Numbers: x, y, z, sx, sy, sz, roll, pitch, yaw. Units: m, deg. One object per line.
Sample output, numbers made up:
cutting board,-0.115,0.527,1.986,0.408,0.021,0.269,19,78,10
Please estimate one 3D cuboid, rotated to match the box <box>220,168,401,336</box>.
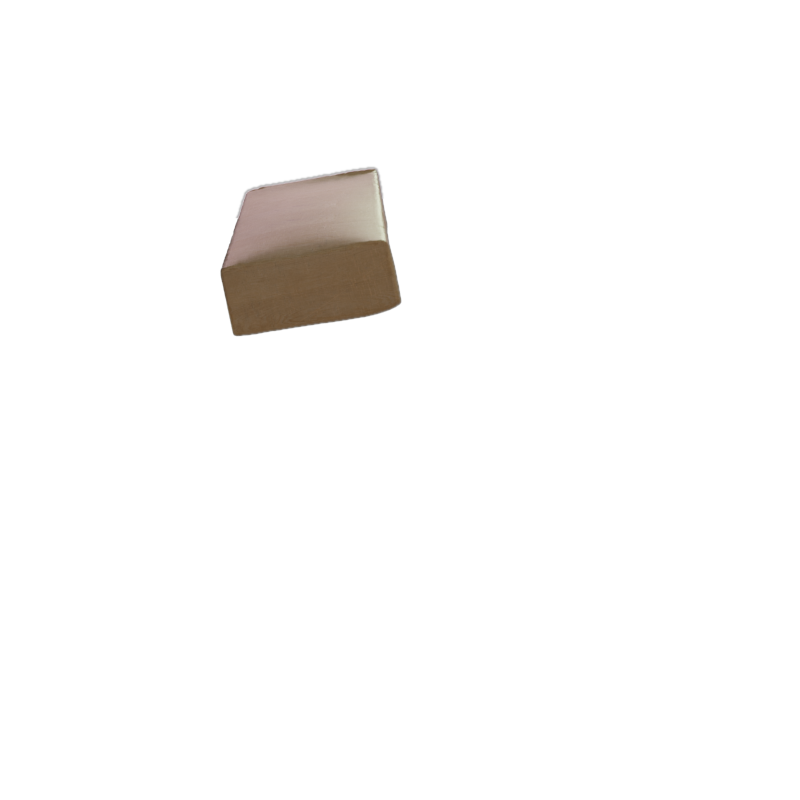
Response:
box,-0.053,-0.096,0.668,0.093,0.045,0.185,-10,26,1
